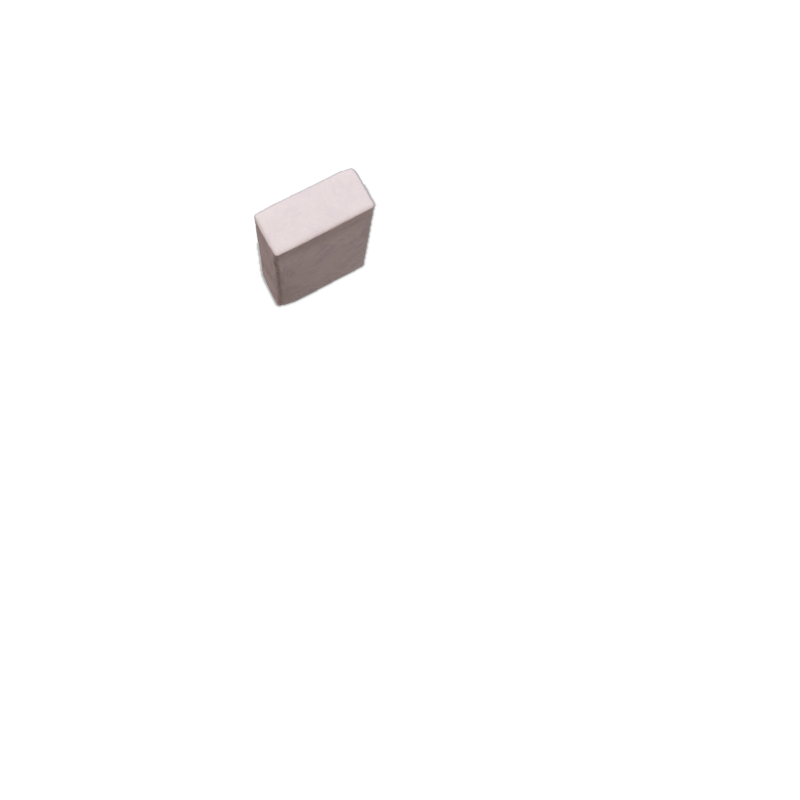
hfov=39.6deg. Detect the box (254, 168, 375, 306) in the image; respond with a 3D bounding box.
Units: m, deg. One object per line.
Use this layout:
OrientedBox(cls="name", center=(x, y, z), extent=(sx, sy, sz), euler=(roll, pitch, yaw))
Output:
OrientedBox(cls="box", center=(-0.075, -0.138, 0.961), extent=(0.093, 0.050, 0.170), euler=(-28, -9, -9))
